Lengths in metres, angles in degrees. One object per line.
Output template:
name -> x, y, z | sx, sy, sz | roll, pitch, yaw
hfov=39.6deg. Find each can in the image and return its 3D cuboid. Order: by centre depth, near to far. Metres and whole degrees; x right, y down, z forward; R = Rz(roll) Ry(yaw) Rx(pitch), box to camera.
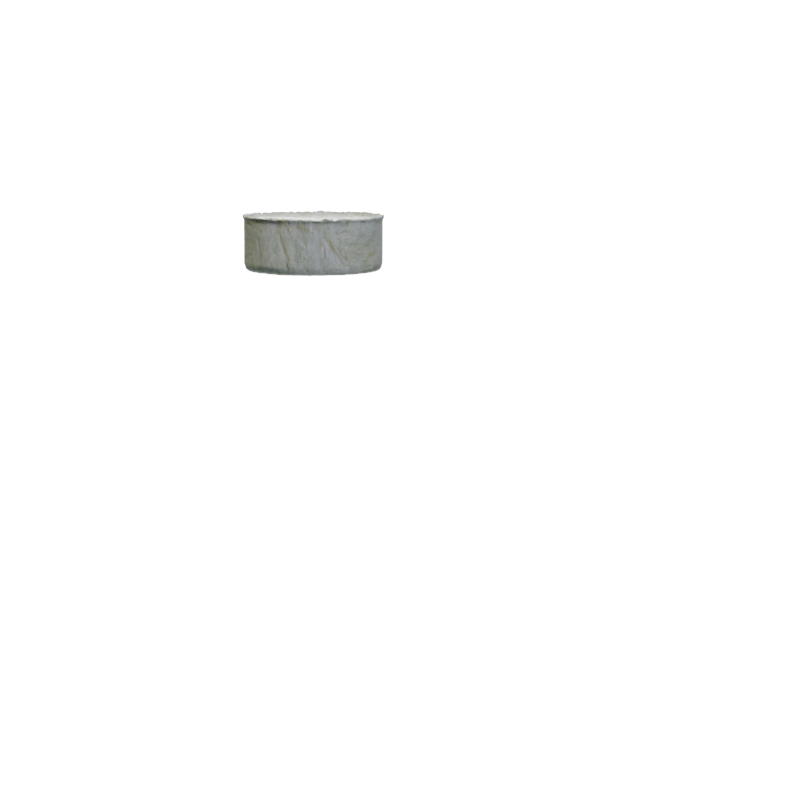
can -> -0.053, -0.096, 0.676 | 0.086, 0.033, 0.088 | 0, 12, -2
